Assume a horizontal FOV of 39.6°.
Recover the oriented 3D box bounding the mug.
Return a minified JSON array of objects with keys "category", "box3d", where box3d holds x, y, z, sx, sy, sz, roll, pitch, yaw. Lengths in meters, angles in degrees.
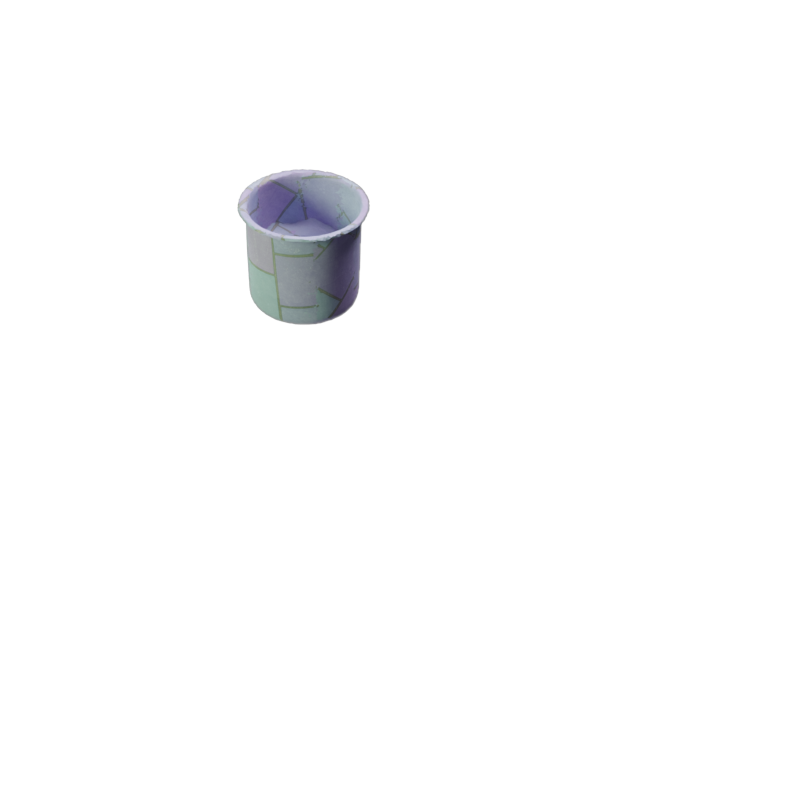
[{"category":"mug","box3d":[-0.063,-0.116,0.811,0.098,0.076,0.119,22,44,23]}]
